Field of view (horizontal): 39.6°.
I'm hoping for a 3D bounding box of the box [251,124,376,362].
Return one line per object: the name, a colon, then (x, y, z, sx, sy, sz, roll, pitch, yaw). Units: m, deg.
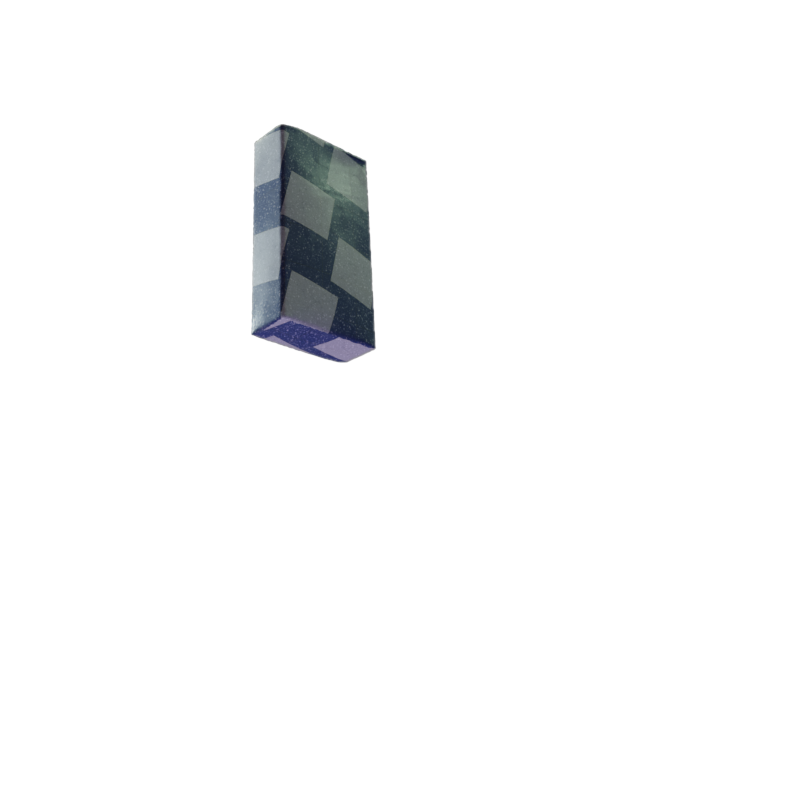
box: (-0.068, -0.124, 0.868, 0.088, 0.187, 0.048, 19, -34, -36)
